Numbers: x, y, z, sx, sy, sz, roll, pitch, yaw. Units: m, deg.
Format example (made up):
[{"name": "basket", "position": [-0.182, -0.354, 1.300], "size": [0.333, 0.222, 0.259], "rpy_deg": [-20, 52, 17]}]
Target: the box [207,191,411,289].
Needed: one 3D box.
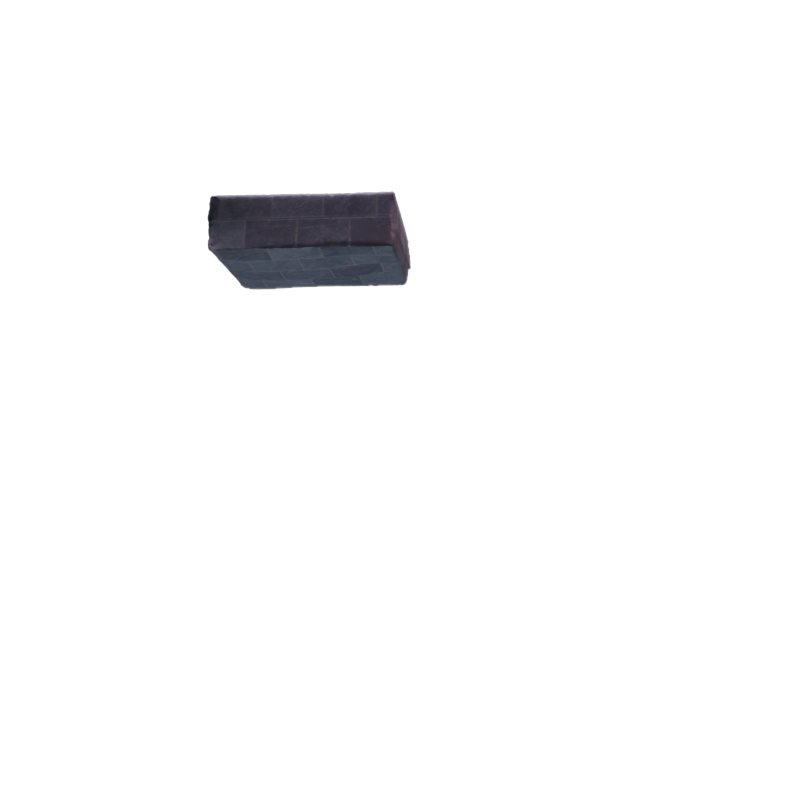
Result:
[{"name": "box", "position": [-0.053, -0.097, 0.683], "size": [0.115, 0.040, 0.086], "rpy_deg": [-2, -11, 7]}]
